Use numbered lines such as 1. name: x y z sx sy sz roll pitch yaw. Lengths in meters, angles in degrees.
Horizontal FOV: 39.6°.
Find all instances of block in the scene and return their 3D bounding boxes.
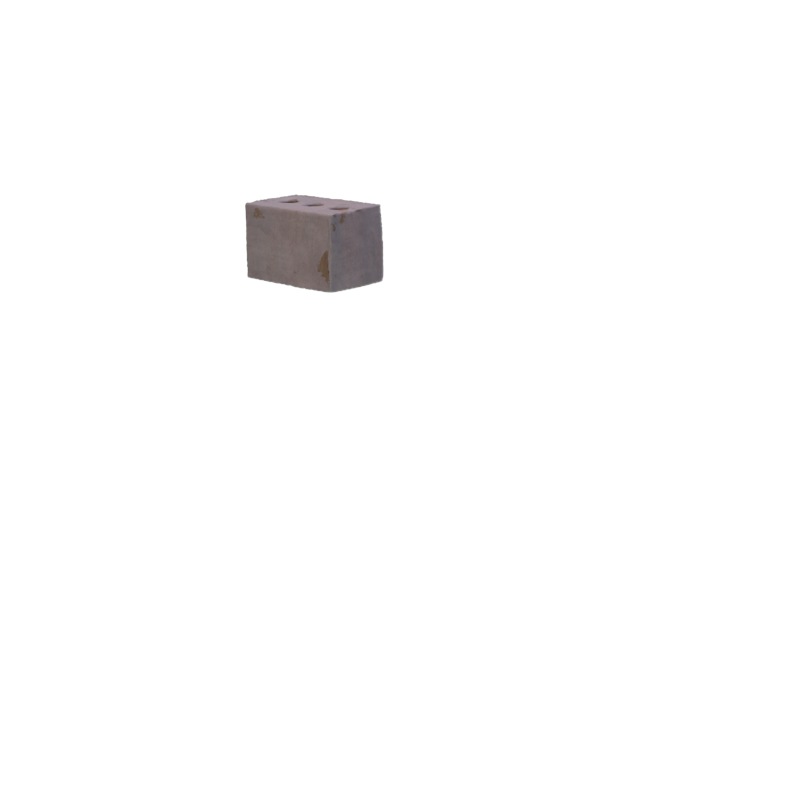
1. block: -0.057 -0.104 0.726 0.082 0.050 0.052 13 19 38
